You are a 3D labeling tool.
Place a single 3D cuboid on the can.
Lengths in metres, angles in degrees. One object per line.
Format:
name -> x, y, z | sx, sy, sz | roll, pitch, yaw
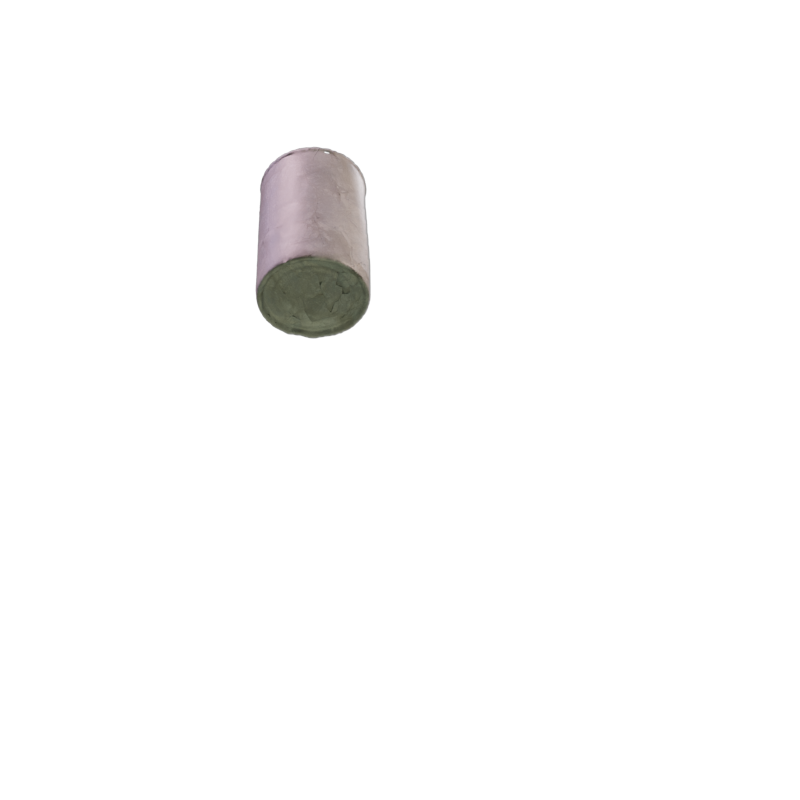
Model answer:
can -> -0.052, -0.096, 0.671 | 0.068, 0.110, 0.064 | -1, -45, -3
